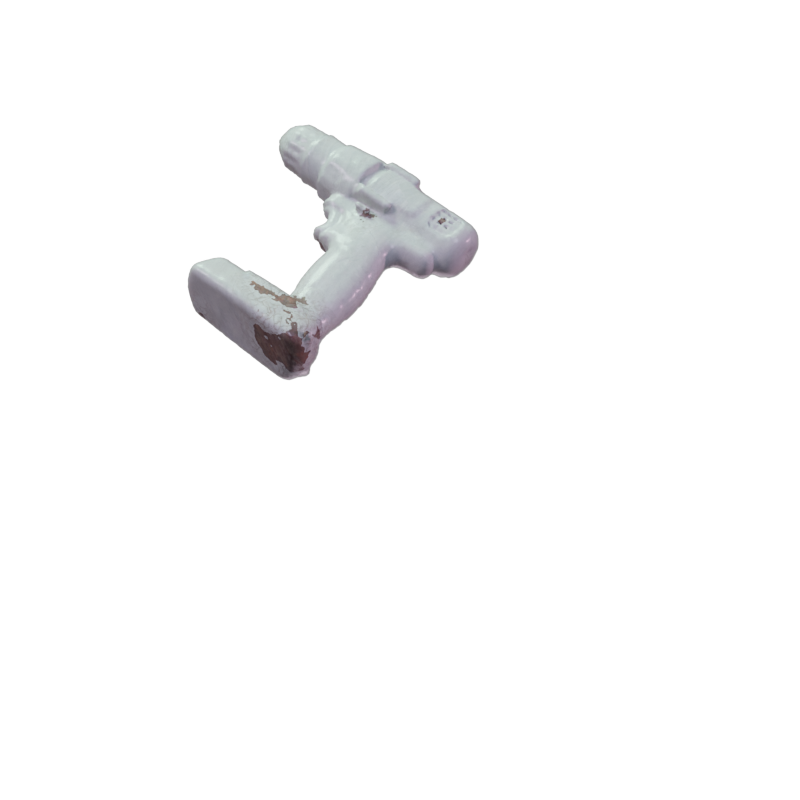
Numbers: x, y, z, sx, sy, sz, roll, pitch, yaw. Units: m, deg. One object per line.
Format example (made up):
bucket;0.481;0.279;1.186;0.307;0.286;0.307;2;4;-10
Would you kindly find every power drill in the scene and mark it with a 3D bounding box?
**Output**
power drill;-0.064;-0.116;0.813;0.195;0.053;0.190;34;59;24
